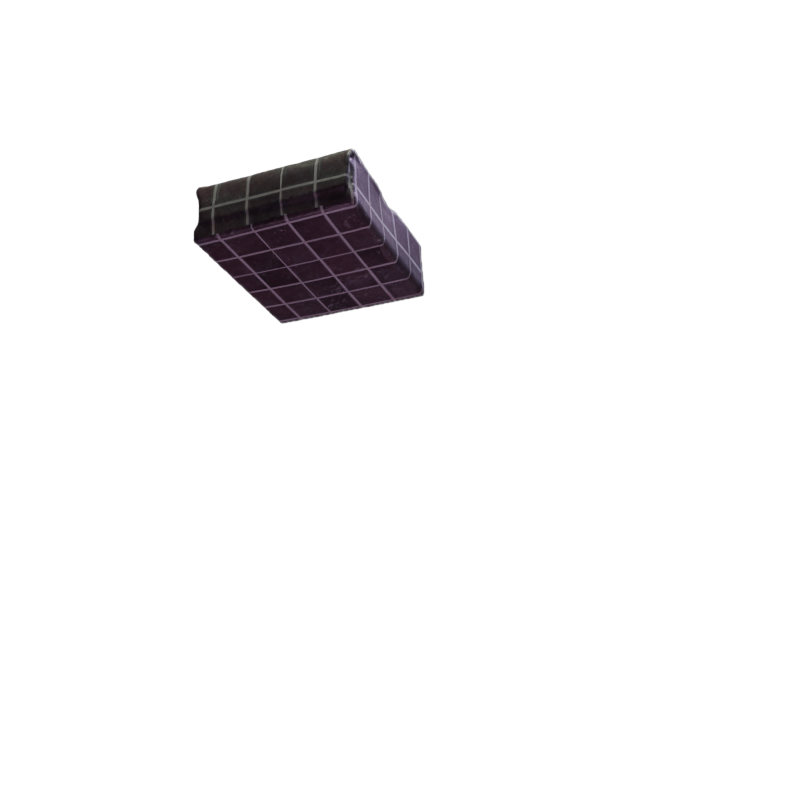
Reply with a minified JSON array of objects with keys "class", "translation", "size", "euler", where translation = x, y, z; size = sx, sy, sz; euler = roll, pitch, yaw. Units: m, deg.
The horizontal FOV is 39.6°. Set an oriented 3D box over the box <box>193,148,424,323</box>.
[{"class":"box","translation":[-0.038,-0.070,0.488],"size":[0.074,0.032,0.083],"euler":[-10,-27,20]}]
